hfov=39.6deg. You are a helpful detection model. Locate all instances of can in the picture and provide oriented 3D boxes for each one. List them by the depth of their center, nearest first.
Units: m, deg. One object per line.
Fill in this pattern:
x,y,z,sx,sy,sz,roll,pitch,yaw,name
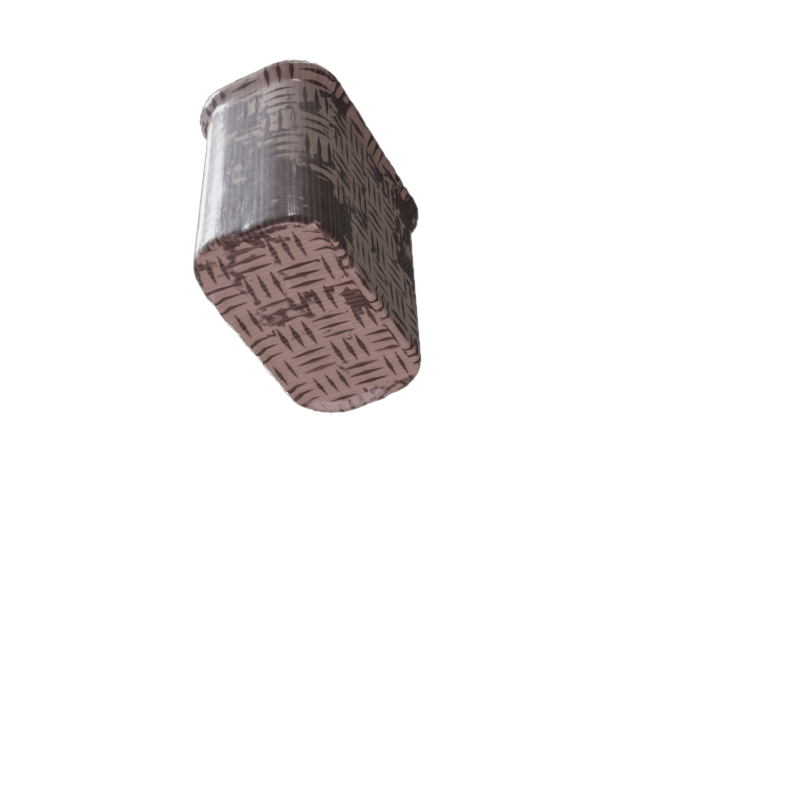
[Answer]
-0.032,-0.058,0.405,0.058,0.090,0.094,-20,-46,18,can
